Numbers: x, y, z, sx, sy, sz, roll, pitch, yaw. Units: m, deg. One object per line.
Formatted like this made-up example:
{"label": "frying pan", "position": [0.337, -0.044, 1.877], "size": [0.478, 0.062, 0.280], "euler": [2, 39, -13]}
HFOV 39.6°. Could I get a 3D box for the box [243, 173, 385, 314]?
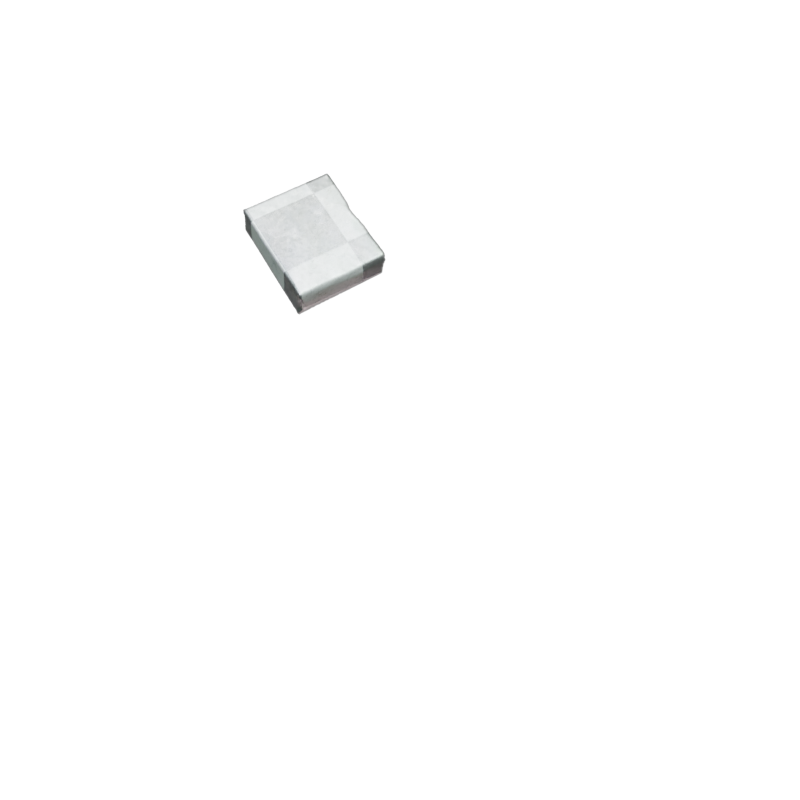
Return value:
{"label": "box", "position": [-0.065, -0.118, 0.826], "size": [0.073, 0.095, 0.028], "euler": [-26, -28, -15]}
